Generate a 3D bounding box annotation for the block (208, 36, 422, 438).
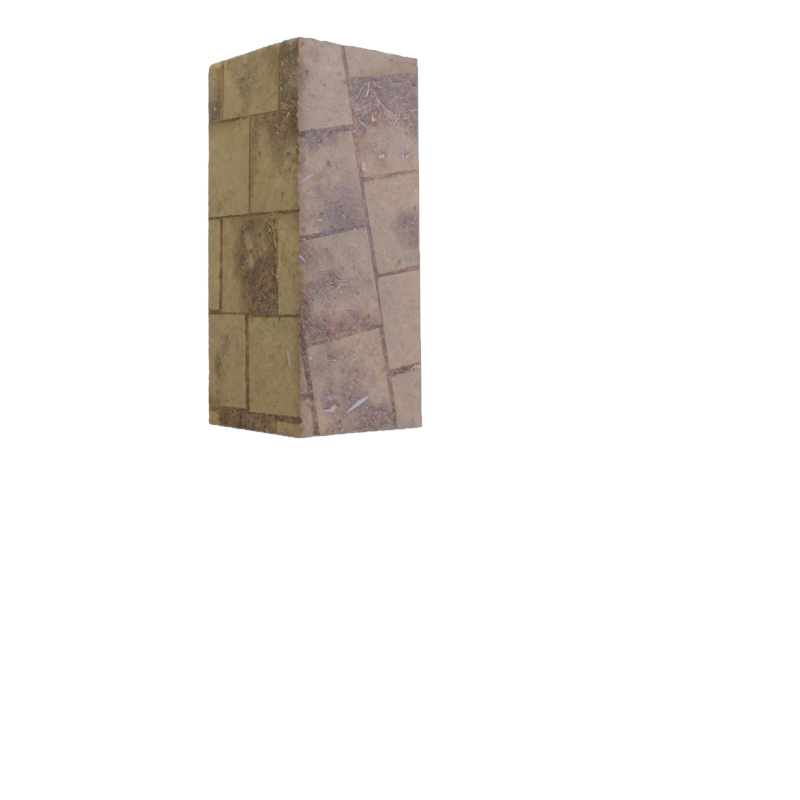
[{"bbox_3d":[-0.050,-0.089,0.627,0.086,0.208,0.094,1,-3,-40],"label":"block"}]
